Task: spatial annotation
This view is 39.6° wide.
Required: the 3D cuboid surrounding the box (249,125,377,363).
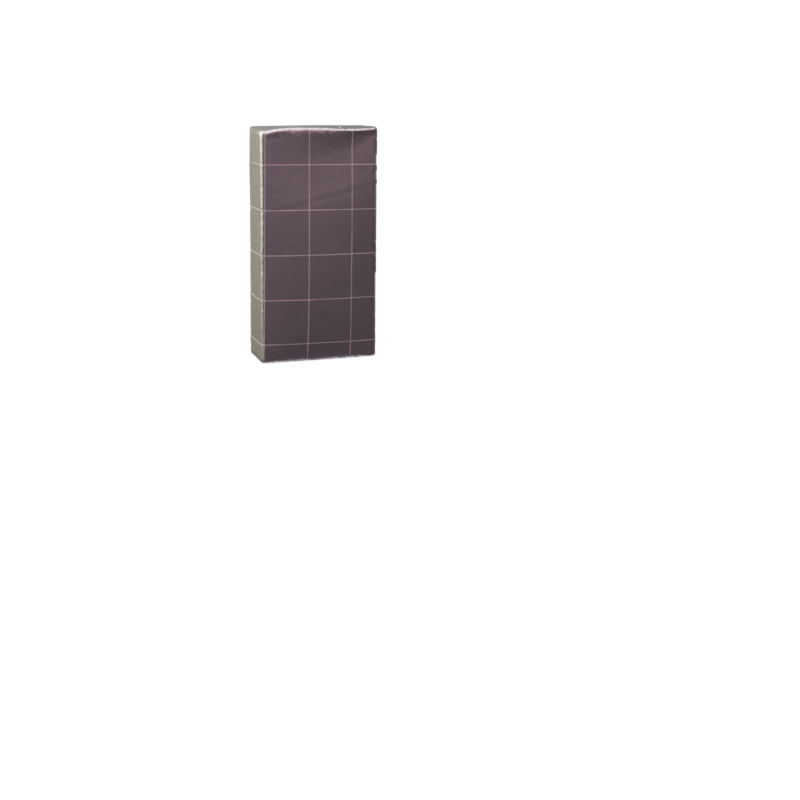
[{"bbox_3d":[-0.066,-0.120,0.844,0.091,0.172,0.050,-3,12,-18],"label":"box"}]
